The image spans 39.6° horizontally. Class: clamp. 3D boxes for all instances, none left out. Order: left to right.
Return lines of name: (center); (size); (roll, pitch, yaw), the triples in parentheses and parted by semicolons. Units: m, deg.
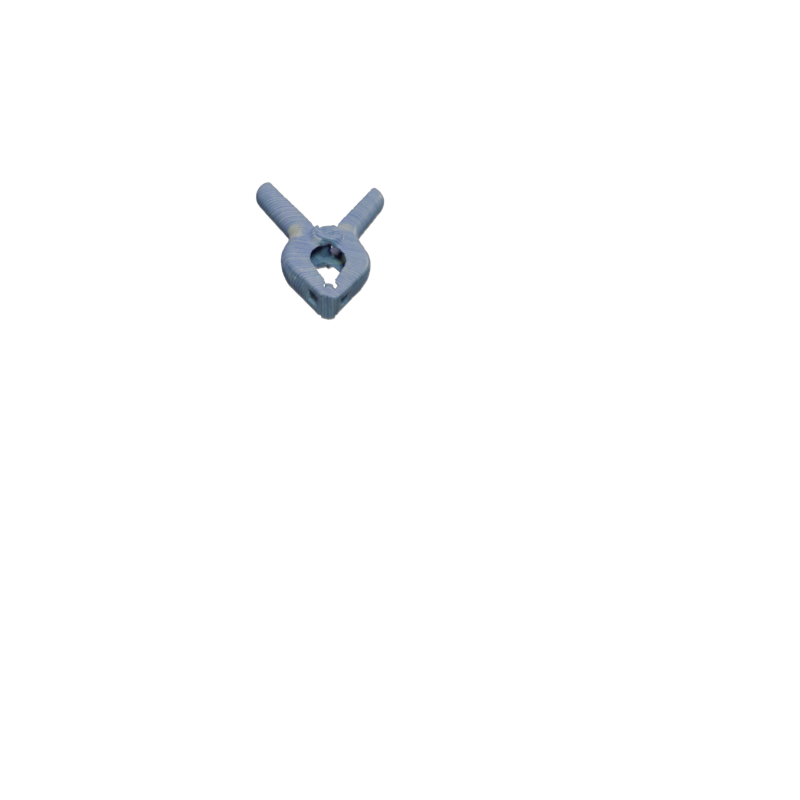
clamp: (-0.078, -0.142, 0.997); (0.121, 0.037, 0.183); (2, 41, 2)
